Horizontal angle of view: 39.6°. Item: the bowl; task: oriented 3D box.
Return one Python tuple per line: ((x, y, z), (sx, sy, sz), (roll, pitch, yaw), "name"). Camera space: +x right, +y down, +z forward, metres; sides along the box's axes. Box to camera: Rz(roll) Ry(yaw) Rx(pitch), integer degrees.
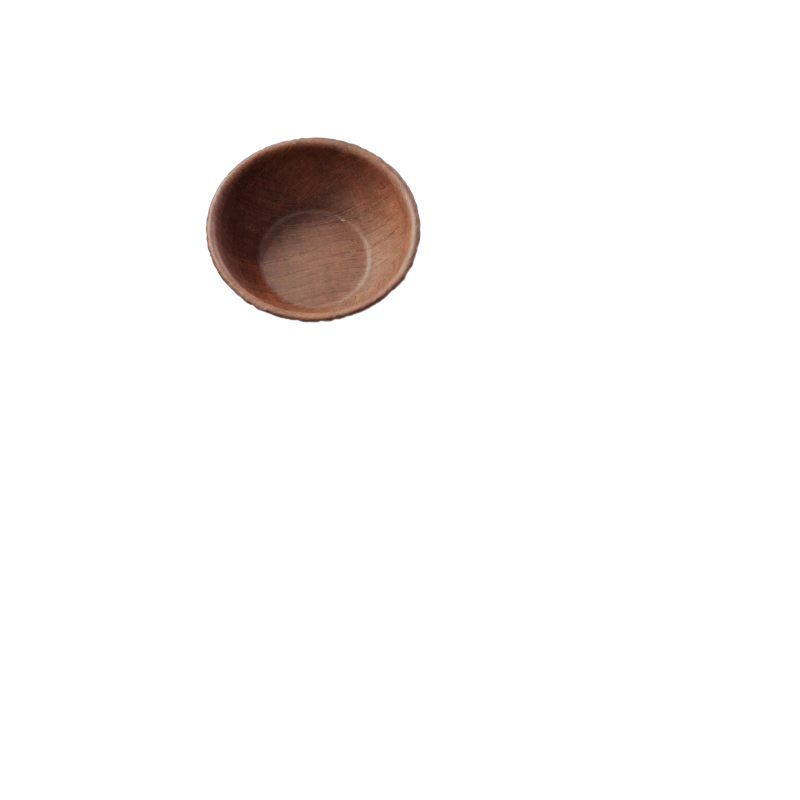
((-0.067, -0.122, 0.855), (0.162, 0.172, 0.052), (-1, -27, -1), "bowl")
